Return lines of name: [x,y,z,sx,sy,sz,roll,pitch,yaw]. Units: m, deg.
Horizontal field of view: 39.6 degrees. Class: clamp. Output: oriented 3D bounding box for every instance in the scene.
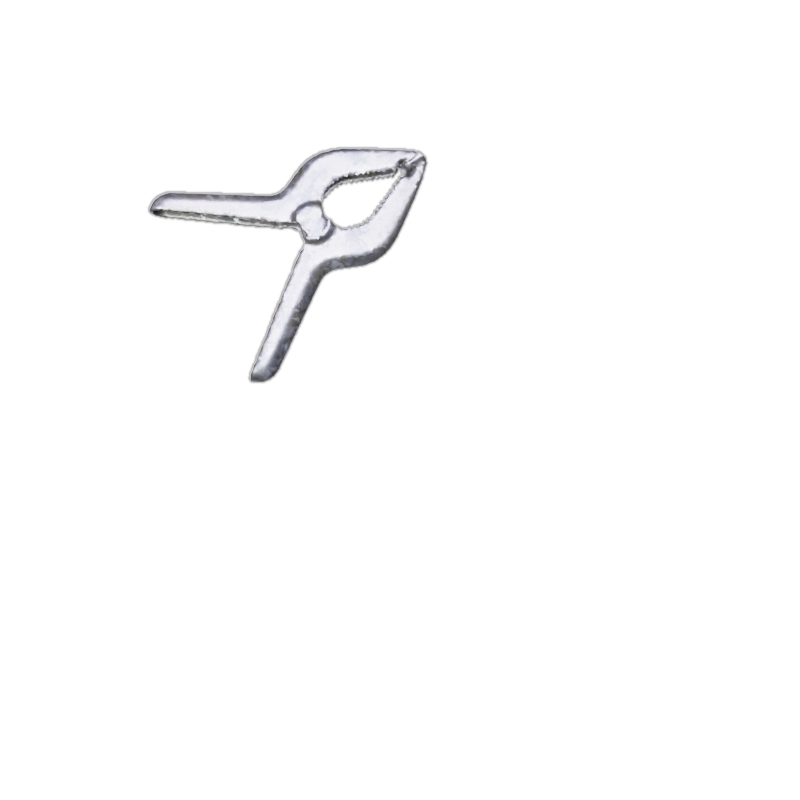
clamp: [-0.066,-0.121,0.849,0.210,0.169,0.035,-25,-10,-5]
